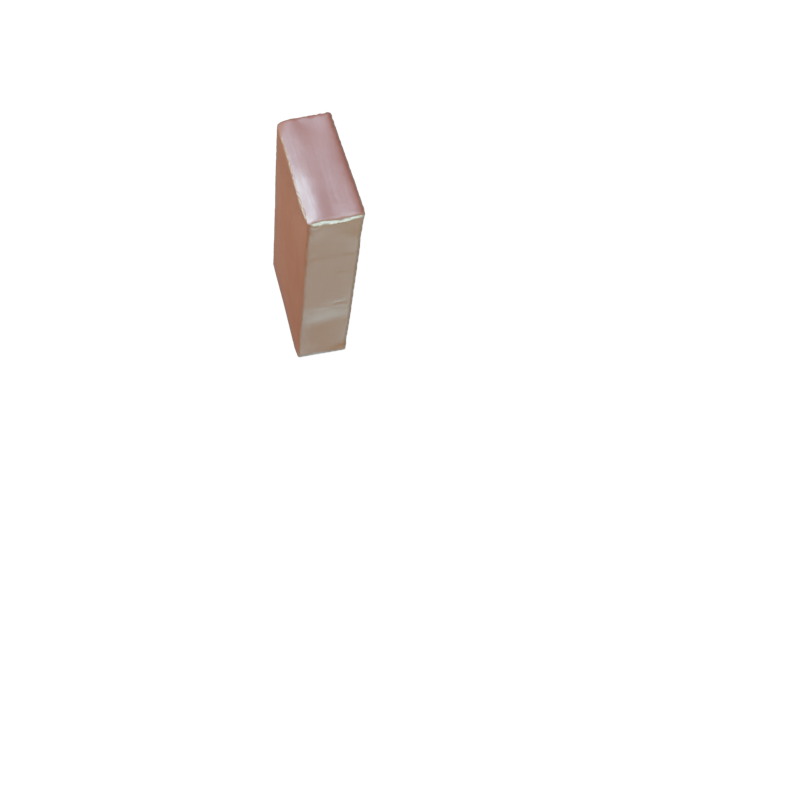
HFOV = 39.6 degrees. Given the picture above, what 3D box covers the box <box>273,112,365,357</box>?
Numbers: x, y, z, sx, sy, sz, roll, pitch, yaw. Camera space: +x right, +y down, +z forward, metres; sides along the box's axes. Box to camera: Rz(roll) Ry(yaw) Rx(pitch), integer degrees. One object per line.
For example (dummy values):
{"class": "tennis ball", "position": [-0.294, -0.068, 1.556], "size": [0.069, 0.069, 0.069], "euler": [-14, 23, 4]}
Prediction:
{"class": "box", "position": [-0.063, -0.114, 0.800], "size": [0.048, 0.100, 0.165], "euler": [-12, -29, -11]}
